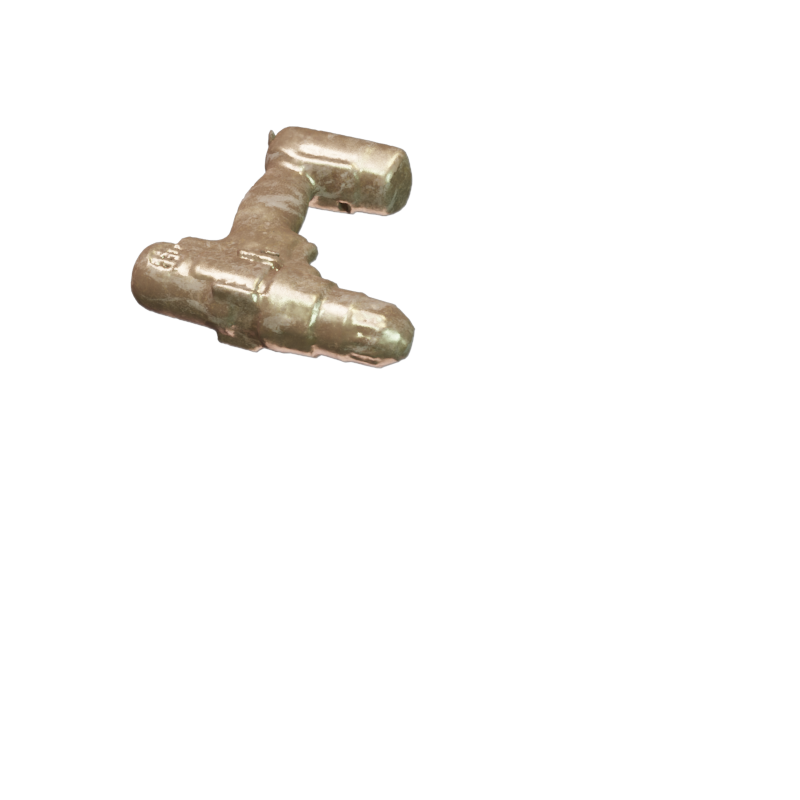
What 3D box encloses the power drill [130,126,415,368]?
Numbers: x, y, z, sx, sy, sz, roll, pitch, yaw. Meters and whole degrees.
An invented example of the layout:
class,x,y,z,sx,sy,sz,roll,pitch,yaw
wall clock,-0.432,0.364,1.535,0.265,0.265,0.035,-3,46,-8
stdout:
class,x,y,z,sx,sy,sz,roll,pitch,yaw
power drill,-0.057,-0.104,0.727,0.190,0.053,0.195,15,44,16
